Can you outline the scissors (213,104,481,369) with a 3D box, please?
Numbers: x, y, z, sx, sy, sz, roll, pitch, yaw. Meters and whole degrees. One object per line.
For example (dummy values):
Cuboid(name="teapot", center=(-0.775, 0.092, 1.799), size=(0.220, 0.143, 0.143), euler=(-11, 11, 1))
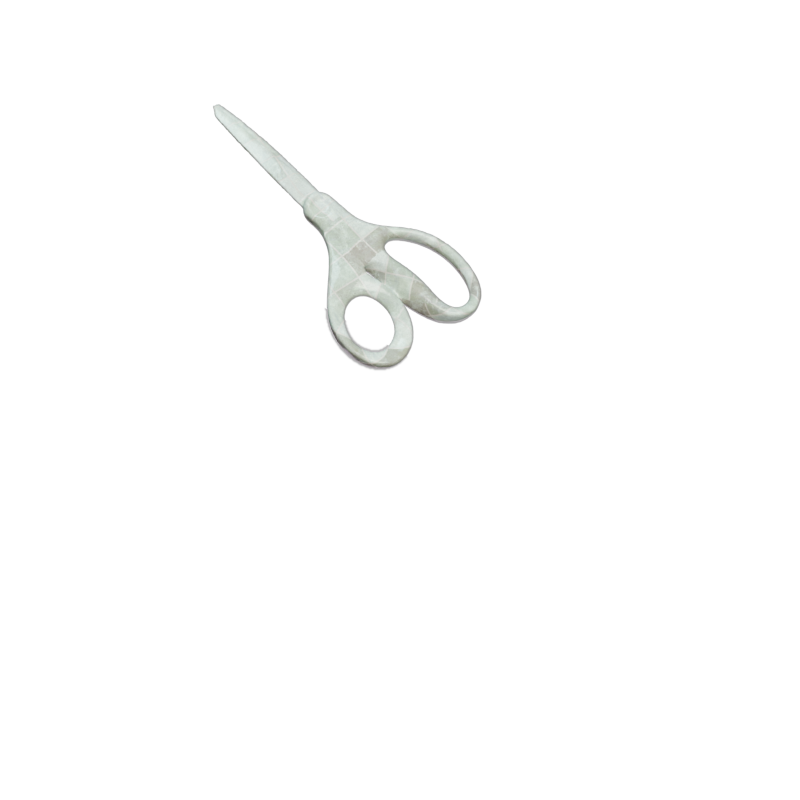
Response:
Cuboid(name="scissors", center=(-0.051, -0.092, 0.646), size=(0.208, 0.098, 0.015), euler=(30, -20, 12))
